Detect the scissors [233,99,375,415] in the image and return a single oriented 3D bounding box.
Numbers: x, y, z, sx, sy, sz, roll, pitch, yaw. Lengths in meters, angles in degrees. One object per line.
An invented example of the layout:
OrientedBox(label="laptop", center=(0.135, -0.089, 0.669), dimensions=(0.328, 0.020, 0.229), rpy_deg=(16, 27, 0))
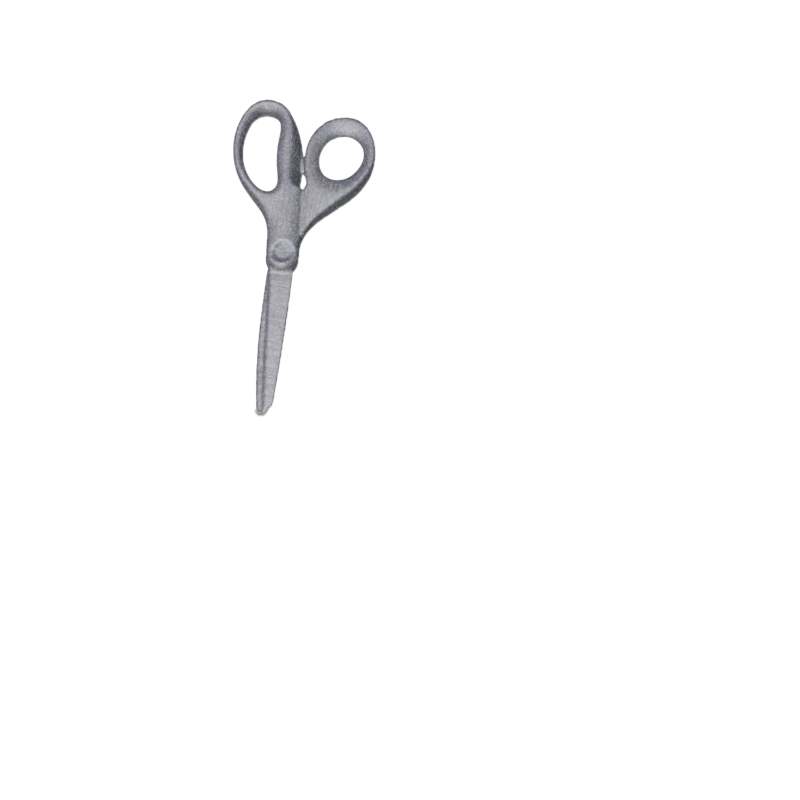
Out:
OrientedBox(label="scissors", center=(-0.051, -0.093, 0.654), dimensions=(0.096, 0.214, 0.015), rpy_deg=(-10, -25, -5))
